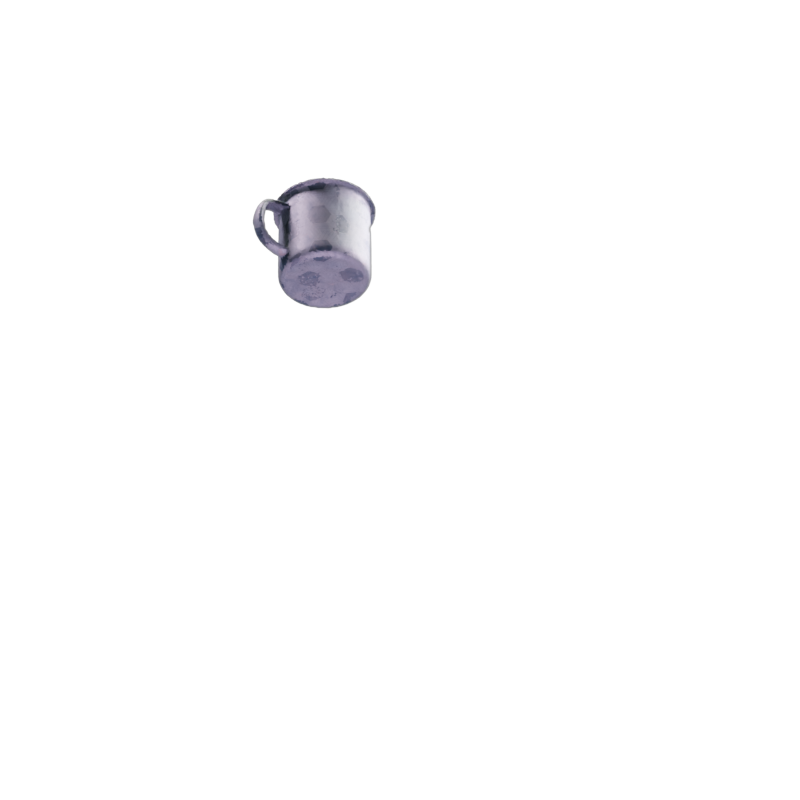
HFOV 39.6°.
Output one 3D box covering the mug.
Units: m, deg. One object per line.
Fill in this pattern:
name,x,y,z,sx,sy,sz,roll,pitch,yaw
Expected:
mug,-0.076,-0.139,0.975,0.111,0.087,0.091,22,-43,-28
